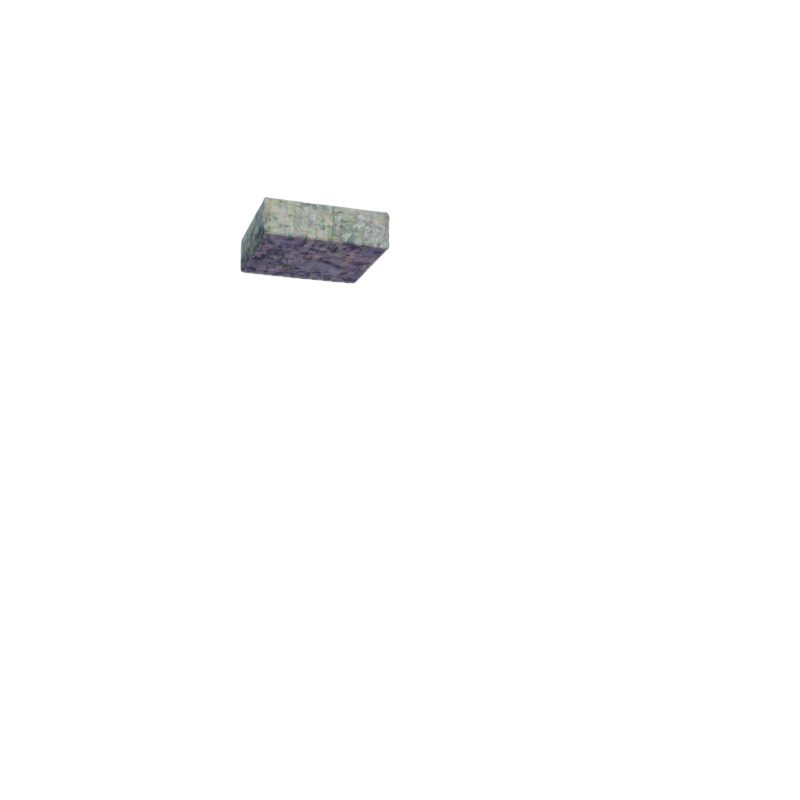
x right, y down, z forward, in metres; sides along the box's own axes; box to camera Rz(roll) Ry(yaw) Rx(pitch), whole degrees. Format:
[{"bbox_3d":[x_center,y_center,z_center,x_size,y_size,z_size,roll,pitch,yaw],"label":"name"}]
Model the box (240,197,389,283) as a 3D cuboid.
[{"bbox_3d":[-0.060,-0.109,0.767,0.087,0.032,0.072,5,-17,-16],"label":"box"}]
